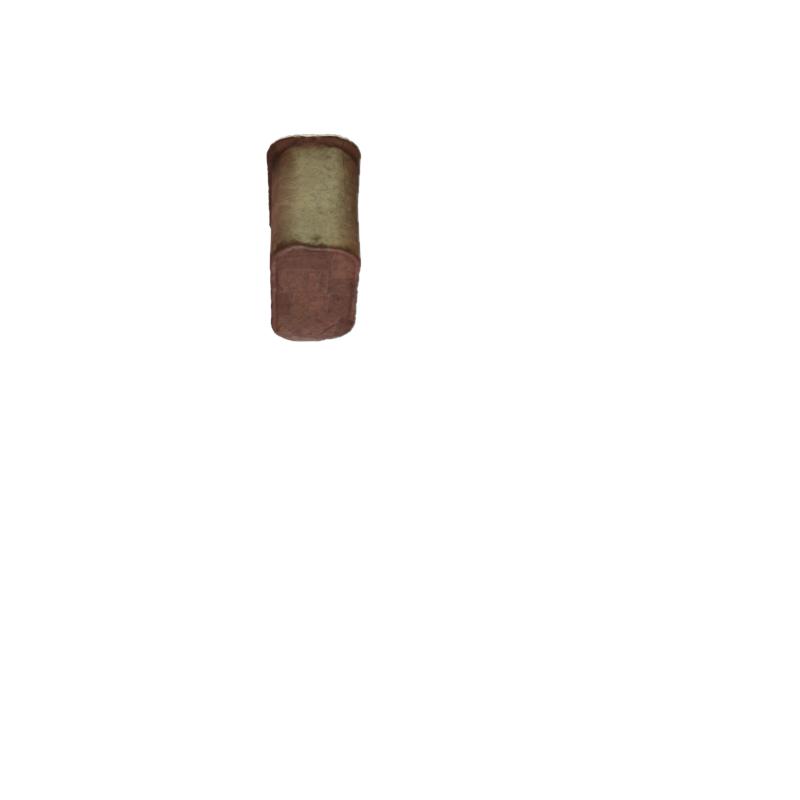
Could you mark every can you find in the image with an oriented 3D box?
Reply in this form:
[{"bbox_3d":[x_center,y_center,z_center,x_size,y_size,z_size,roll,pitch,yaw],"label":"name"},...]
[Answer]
[{"bbox_3d":[-0.052,-0.096,0.670,0.057,0.090,0.095,0,-34,-4],"label":"can"}]
